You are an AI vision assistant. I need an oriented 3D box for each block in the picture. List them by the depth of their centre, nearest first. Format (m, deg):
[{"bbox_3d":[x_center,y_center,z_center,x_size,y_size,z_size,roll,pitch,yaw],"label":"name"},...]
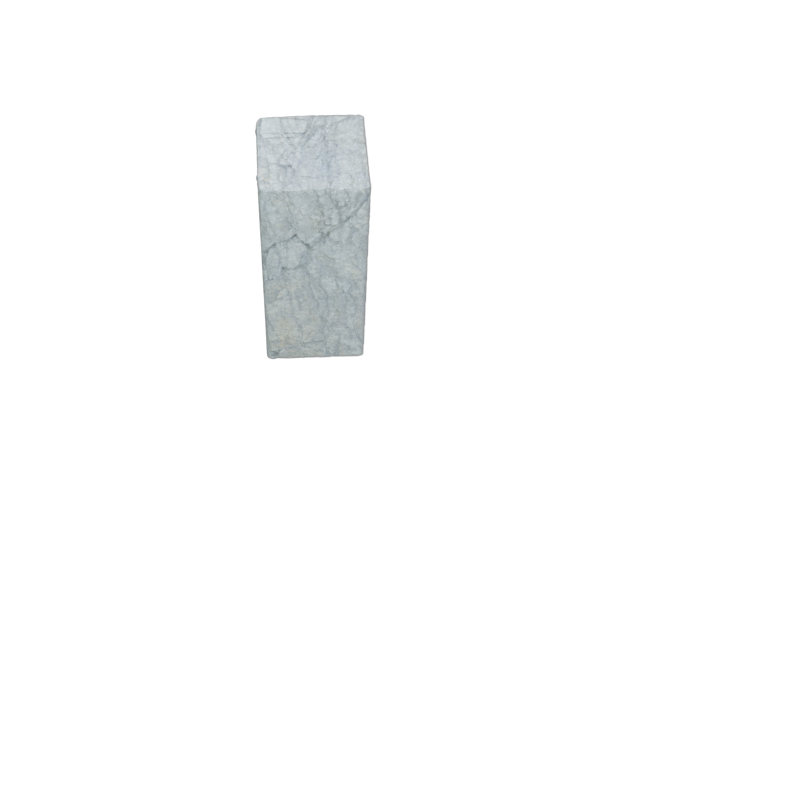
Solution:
[{"bbox_3d":[-0.075,-0.136,0.948,0.090,0.098,0.192,-2,-39,-5],"label":"block"}]
